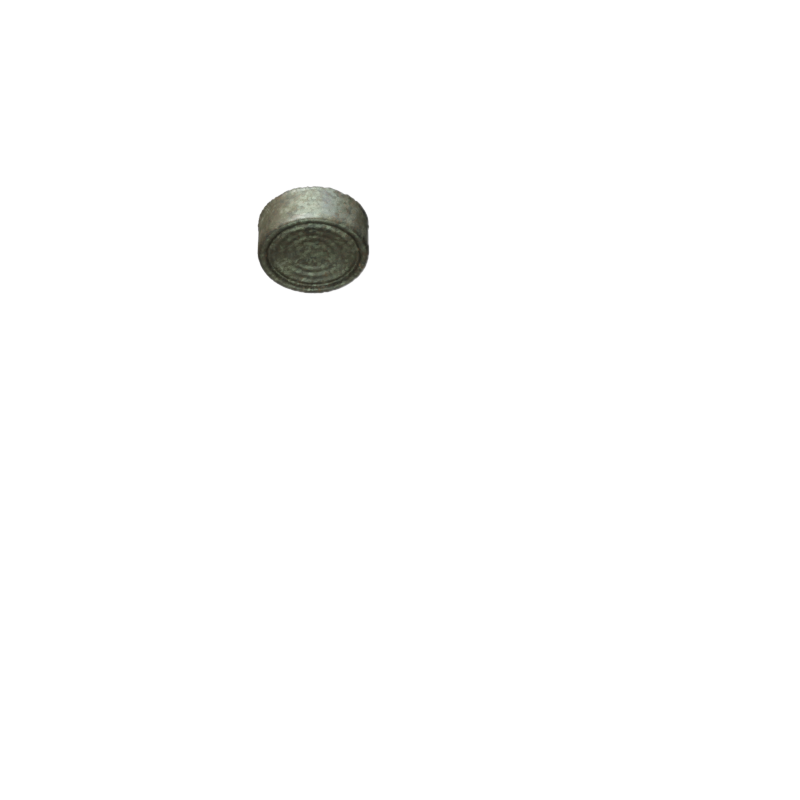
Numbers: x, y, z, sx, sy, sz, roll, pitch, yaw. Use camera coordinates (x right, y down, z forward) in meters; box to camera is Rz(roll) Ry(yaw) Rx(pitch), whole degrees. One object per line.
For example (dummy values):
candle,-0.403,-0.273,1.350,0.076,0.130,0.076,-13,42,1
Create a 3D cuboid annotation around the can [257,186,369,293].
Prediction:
can,-0.066,-0.120,0.844,0.086,0.036,0.080,1,-40,-2
